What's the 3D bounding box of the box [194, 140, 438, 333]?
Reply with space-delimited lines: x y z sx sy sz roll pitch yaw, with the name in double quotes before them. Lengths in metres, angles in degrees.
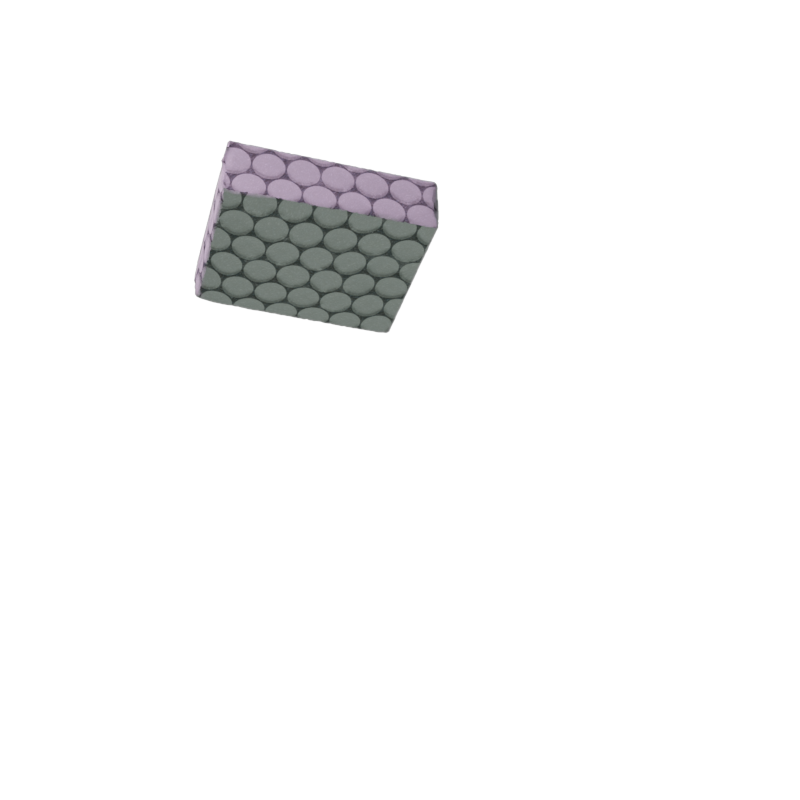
"box" -0.046 -0.083 0.583 0.111 0.042 0.085 9 -40 -12
